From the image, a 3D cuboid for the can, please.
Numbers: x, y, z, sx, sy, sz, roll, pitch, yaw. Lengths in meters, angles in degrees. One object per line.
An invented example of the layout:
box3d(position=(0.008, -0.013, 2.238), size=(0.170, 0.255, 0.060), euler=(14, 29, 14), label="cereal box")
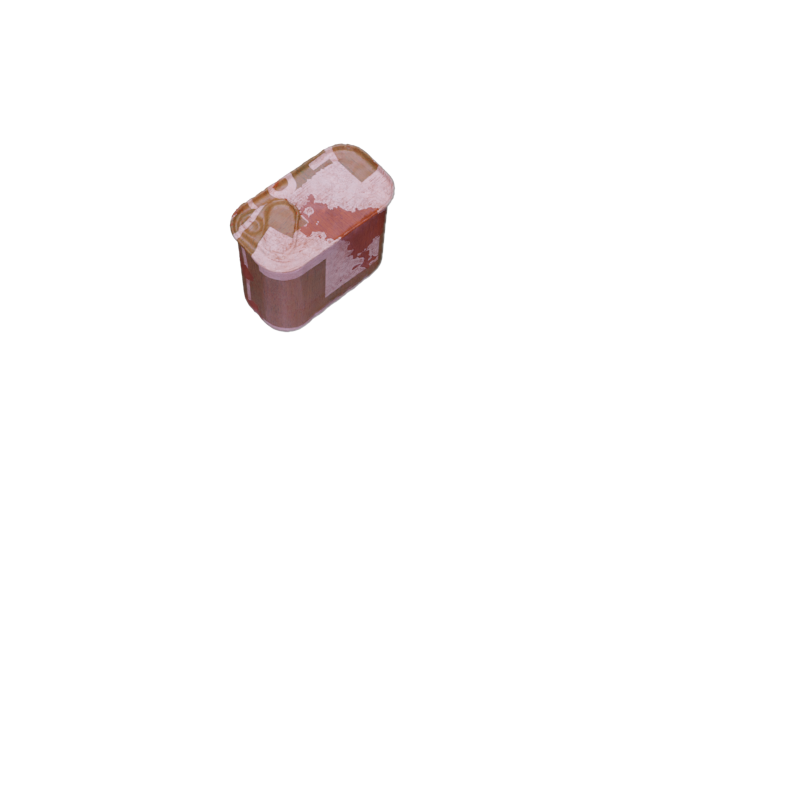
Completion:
box3d(position=(-0.055, -0.100, 0.703), size=(0.103, 0.061, 0.079), euler=(-38, -20, -20), label="can")
